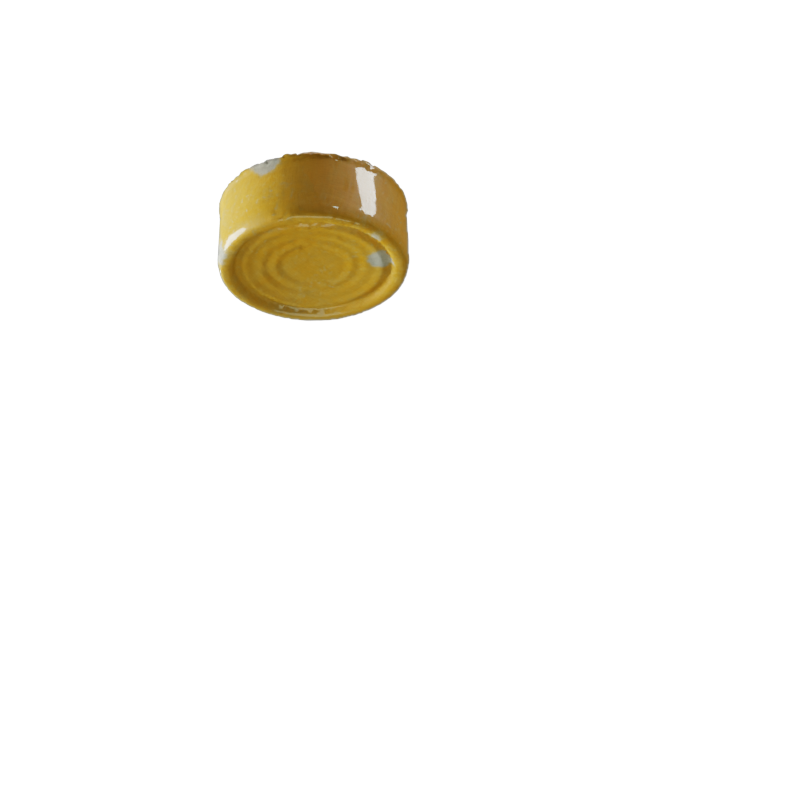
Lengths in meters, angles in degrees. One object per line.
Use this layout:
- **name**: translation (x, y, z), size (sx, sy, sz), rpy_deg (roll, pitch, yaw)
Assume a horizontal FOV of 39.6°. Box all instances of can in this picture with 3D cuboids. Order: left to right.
- **can**: translation (-0.039, -0.071, 0.495), size (0.086, 0.036, 0.081), rpy_deg (1, -30, -2)
